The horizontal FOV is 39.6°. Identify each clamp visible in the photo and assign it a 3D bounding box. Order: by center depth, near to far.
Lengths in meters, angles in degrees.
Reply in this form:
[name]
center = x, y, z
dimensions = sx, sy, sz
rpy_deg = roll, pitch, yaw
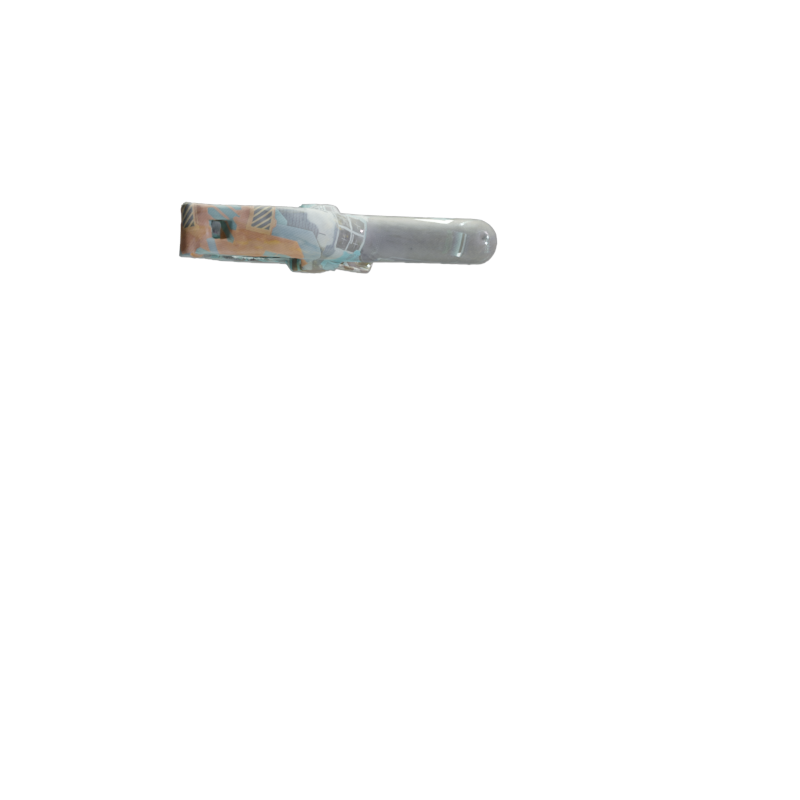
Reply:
[clamp]
center = -0.048, -0.087, 0.609
dimensions = 0.165, 0.040, 0.122
rpy_deg = 2, -5, -29
